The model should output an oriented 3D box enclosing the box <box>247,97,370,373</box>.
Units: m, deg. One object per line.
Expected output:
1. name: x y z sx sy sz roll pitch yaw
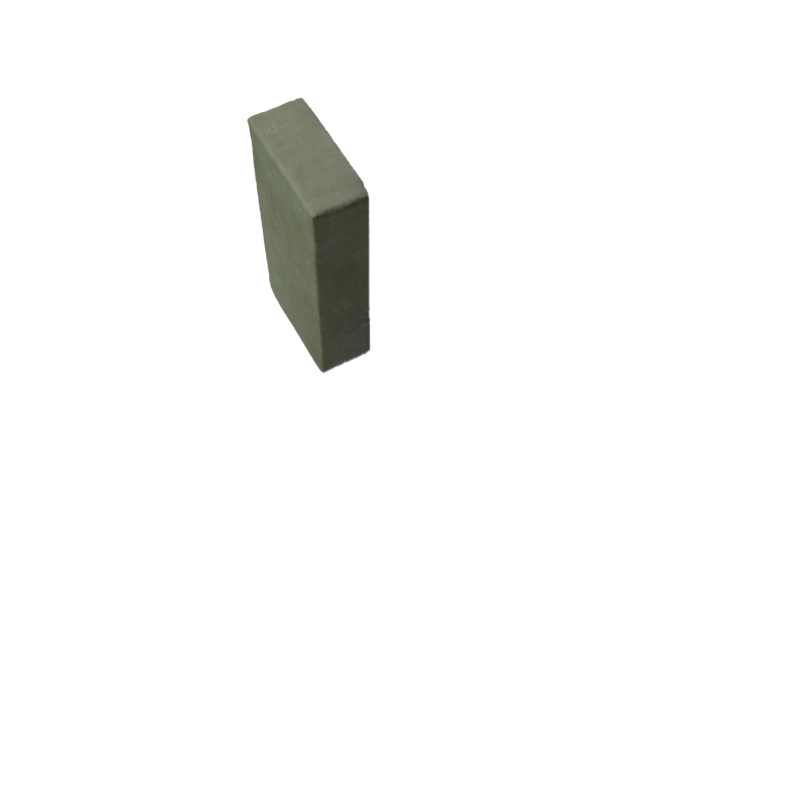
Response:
1. box: -0.057 -0.104 0.731 0.048 0.100 0.165 -22 -29 -17
